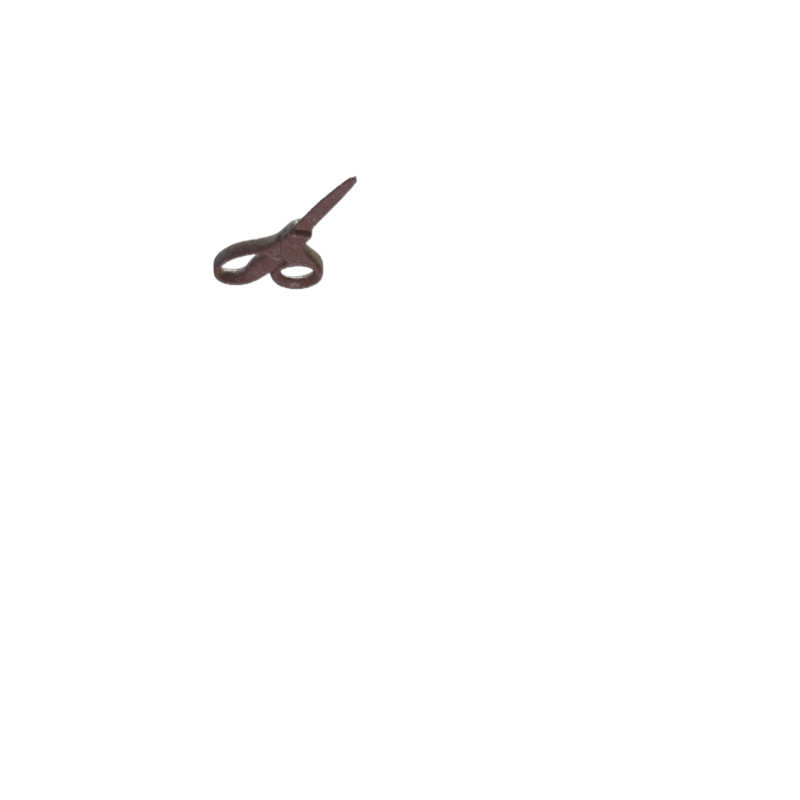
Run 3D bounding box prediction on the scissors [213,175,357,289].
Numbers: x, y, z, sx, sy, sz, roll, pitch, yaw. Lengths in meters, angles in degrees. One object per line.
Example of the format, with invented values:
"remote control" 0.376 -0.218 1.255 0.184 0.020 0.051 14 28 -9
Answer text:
"scissors" -0.066 -0.120 0.840 0.091 0.016 0.204 14 -22 -40
